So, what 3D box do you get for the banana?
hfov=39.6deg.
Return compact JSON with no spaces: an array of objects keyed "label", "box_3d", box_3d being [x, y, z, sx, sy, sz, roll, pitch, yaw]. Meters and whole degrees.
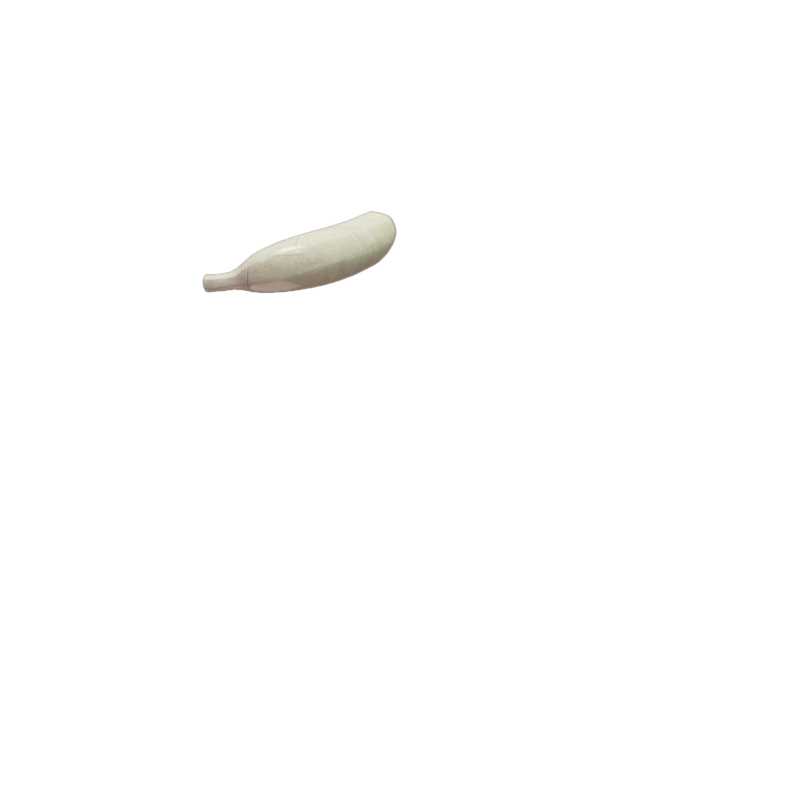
[{"label":"banana","box_3d":[-0.050,-0.109,0.786,0.073,0.035,0.196,14,25,33]}]
